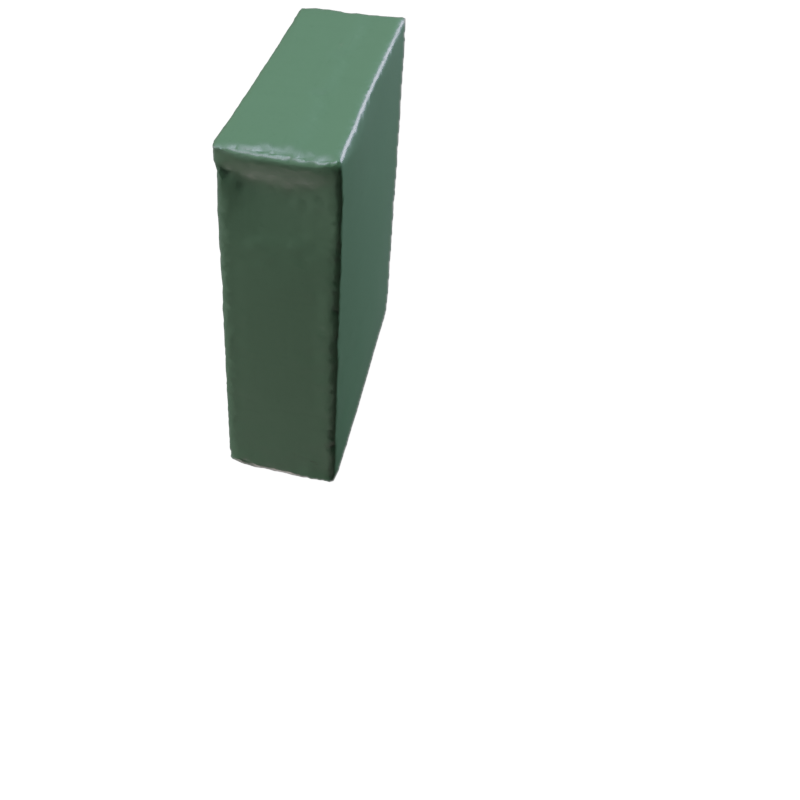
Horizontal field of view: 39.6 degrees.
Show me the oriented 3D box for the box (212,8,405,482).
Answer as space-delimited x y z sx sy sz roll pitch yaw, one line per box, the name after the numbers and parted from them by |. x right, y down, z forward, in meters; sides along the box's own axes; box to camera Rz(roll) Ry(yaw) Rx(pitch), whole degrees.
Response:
-0.049 -0.090 0.628 0.073 0.200 0.173 9 40 7 | box
